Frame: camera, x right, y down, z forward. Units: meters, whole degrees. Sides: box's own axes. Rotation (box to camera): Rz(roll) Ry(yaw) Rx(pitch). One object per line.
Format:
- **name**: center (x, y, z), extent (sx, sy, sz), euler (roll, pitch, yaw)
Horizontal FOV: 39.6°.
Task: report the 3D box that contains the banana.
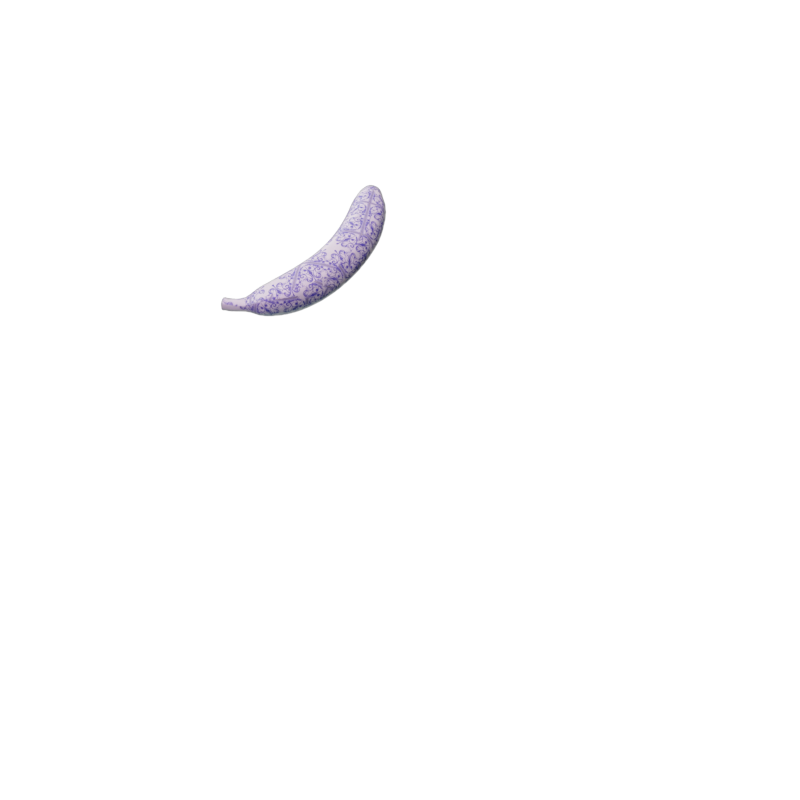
- **banana**: center (-0.065, -0.128, 0.969), extent (0.074, 0.034, 0.200), euler (32, 56, 25)
